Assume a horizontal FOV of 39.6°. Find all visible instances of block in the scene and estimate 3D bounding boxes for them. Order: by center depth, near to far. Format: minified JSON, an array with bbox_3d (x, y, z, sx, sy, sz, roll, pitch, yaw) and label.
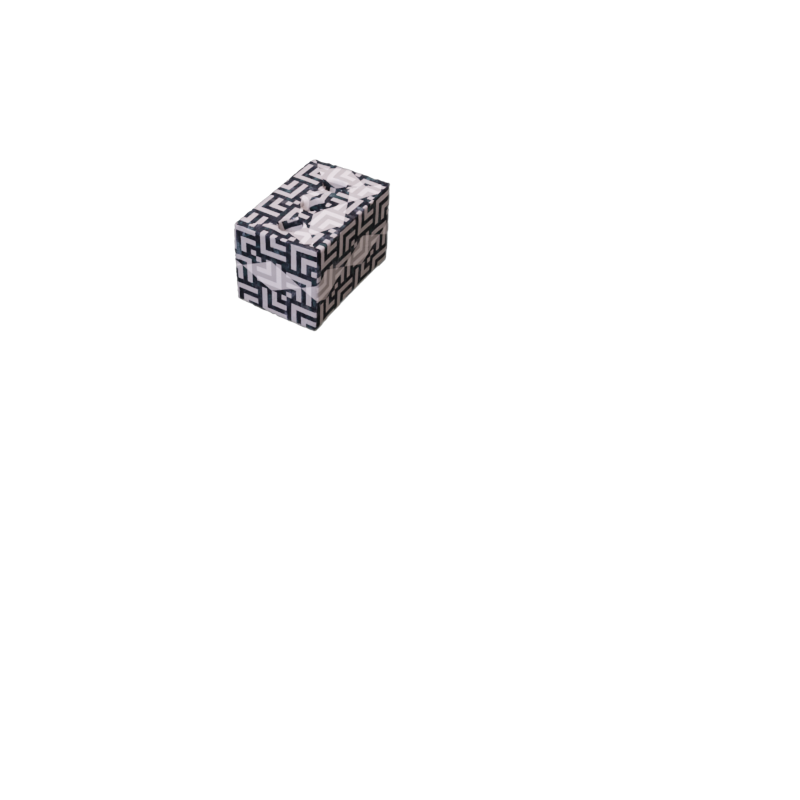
[{"bbox_3d":[-0.047,-0.086,0.601,0.055,0.048,0.080,20,44,21],"label":"block"}]
